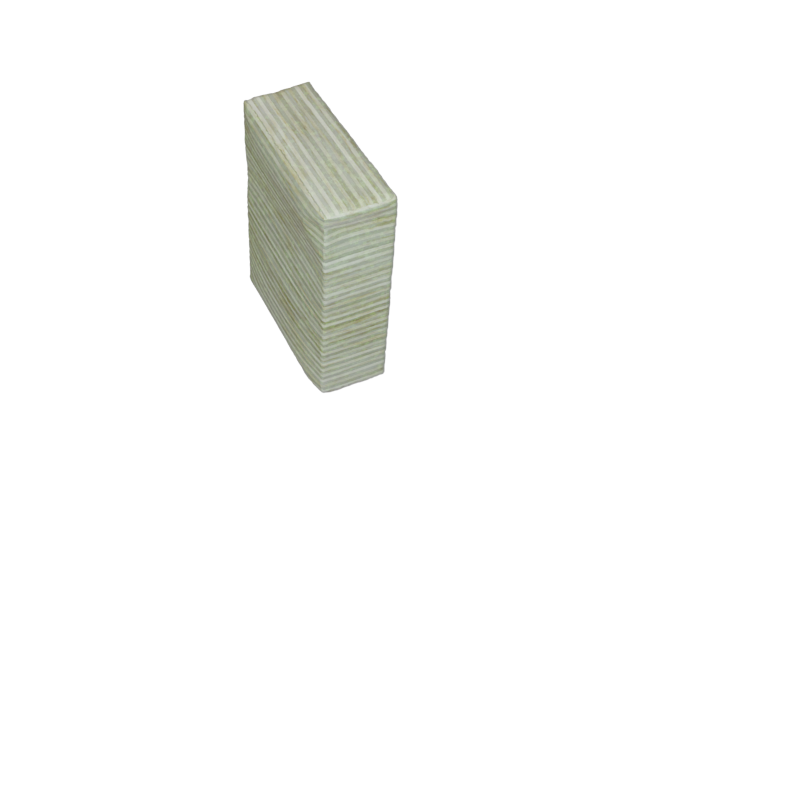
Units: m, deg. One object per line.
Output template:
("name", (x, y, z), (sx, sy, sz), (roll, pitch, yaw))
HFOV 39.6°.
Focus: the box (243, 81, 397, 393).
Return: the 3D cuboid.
("box", (-0.074, -0.136, 0.949), (0.071, 0.177, 0.199), (-19, -38, -19))
